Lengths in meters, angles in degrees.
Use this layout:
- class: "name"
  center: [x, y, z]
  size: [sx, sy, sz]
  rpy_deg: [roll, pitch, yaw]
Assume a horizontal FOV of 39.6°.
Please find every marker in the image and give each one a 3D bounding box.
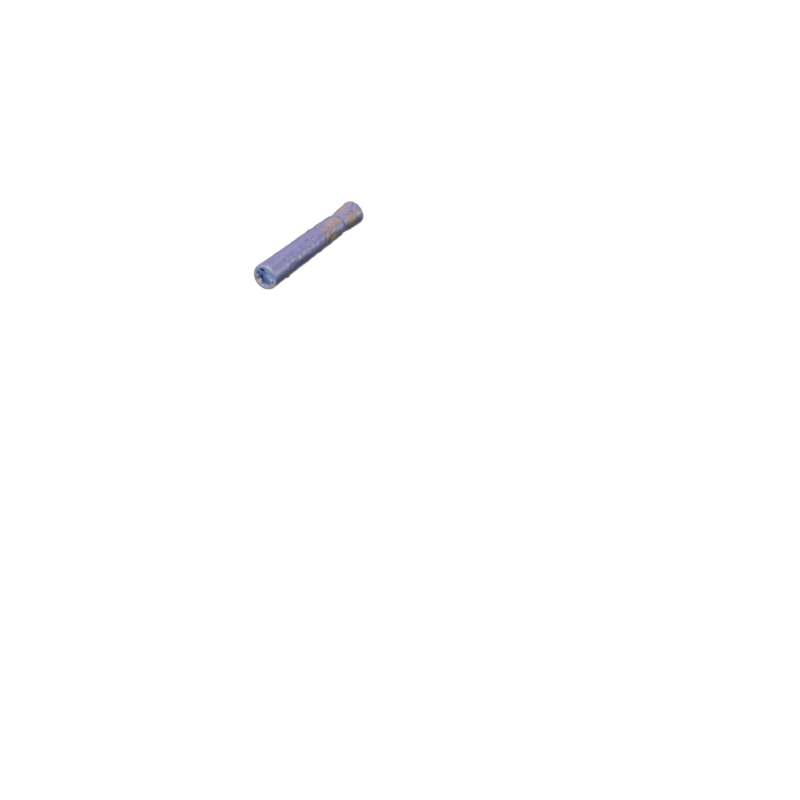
- class: "marker"
  center: [-0.062, -0.112, 0.786]
  size: [0.020, 0.019, 0.123]
  rpy_deg: [2, 30, 32]
